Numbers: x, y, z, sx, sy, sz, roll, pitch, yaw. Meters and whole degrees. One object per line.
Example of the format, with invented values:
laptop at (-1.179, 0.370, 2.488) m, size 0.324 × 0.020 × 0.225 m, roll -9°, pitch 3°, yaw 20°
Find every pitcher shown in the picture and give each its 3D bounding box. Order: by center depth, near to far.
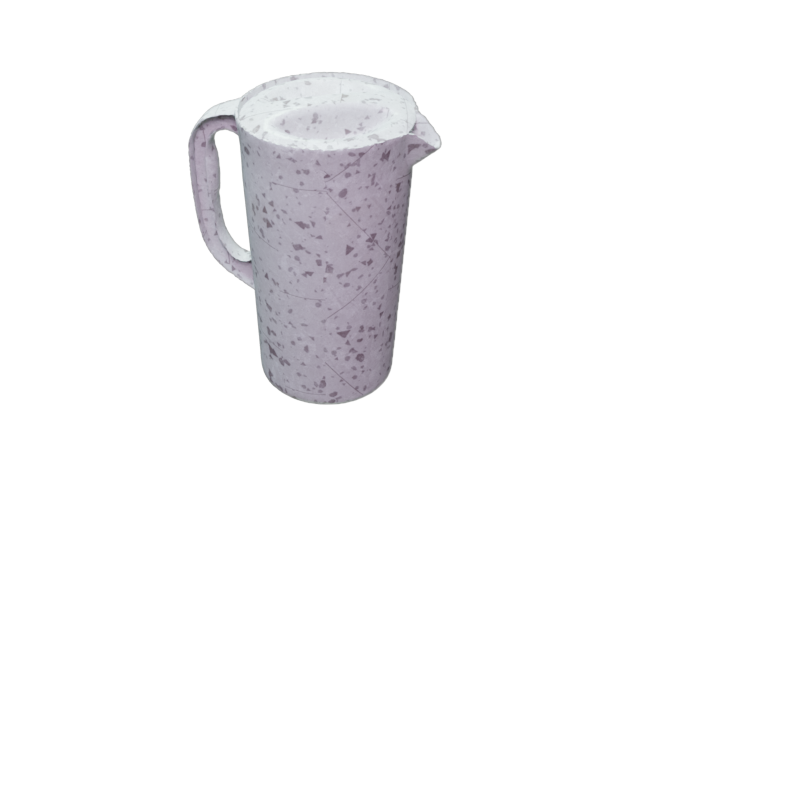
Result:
pitcher at (-0.067, -0.122, 0.855) m, size 0.143 × 0.228 × 0.161 m, roll -19°, pitch 40°, yaw -28°
